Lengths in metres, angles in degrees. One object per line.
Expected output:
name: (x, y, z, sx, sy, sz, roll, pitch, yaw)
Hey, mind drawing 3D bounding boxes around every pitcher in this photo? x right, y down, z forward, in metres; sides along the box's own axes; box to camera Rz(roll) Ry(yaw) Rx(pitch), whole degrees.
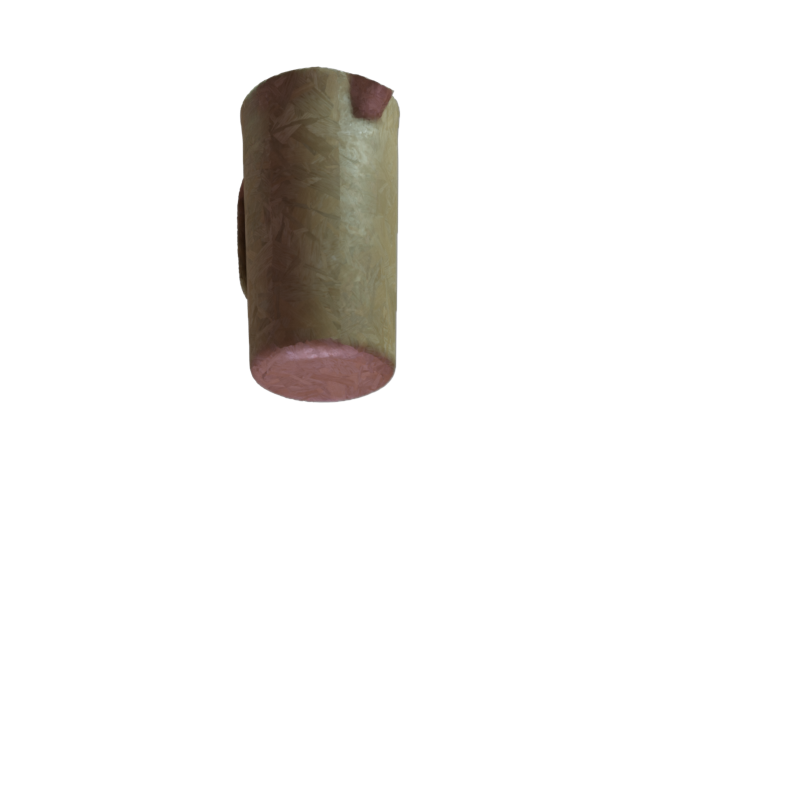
pitcher: (-0.068, -0.125, 0.873, 0.145, 0.258, 0.140, -3, -26, 2)
